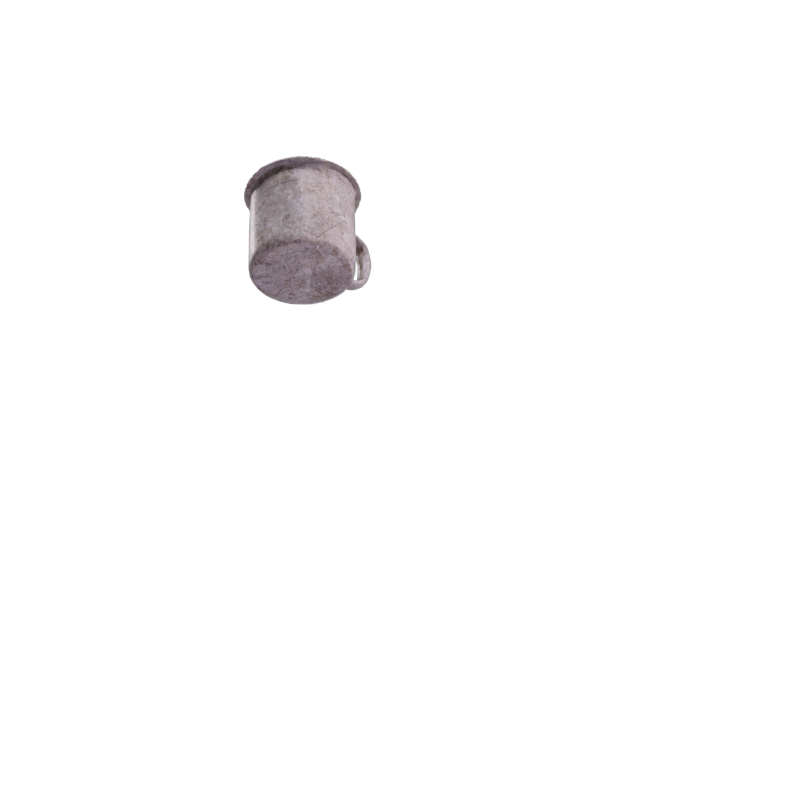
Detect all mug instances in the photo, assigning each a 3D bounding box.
[{"bbox_3d":[-0.068,-0.123,0.864,0.093,0.087,0.109,-29,-44,34],"label":"mug"}]
